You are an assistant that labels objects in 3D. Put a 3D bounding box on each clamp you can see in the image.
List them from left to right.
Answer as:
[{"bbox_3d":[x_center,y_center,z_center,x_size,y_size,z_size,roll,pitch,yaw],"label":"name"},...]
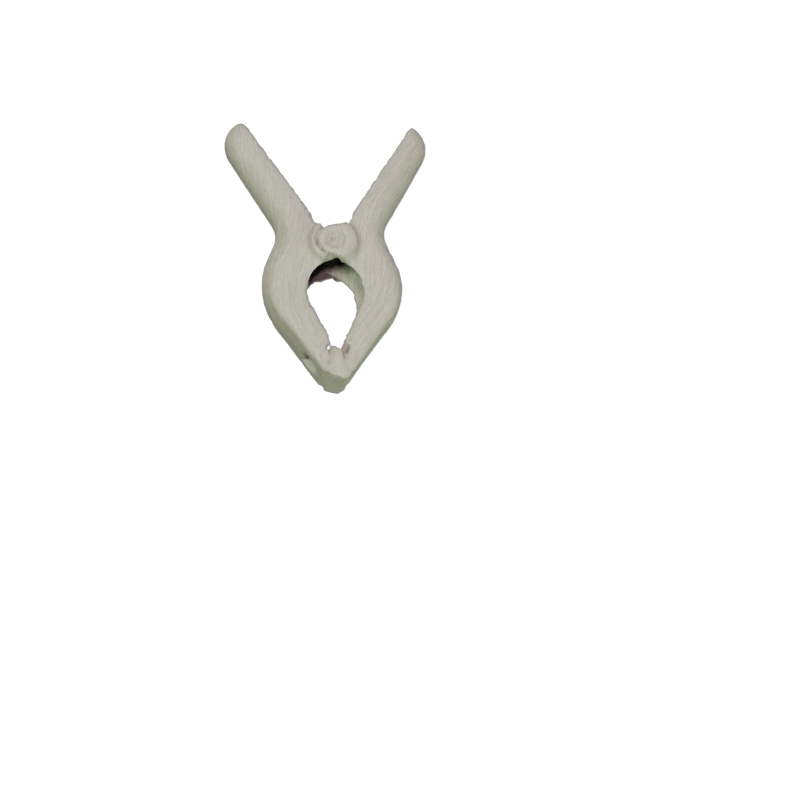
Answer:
[{"bbox_3d":[-0.050,-0.091,0.638,0.120,0.181,0.037,5,-29,2],"label":"clamp"}]
